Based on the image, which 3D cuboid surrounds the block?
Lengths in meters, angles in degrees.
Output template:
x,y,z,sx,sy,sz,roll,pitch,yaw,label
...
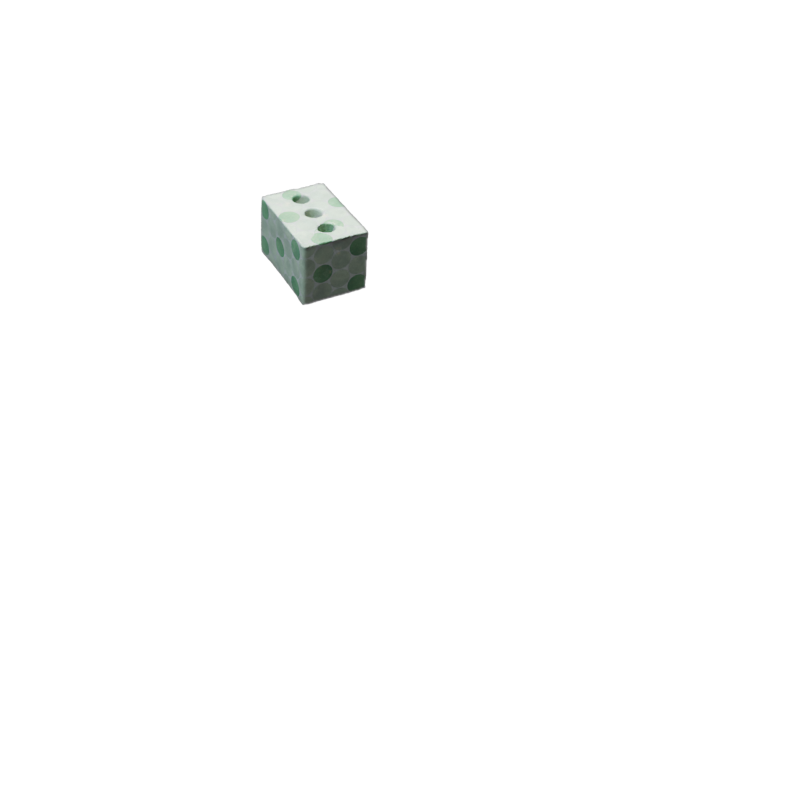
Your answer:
x,y,z,sx,sy,sz,roll,pitch,yaw,label
-0.063,-0.116,0.809,0.052,0.048,0.084,-16,41,-22,block
